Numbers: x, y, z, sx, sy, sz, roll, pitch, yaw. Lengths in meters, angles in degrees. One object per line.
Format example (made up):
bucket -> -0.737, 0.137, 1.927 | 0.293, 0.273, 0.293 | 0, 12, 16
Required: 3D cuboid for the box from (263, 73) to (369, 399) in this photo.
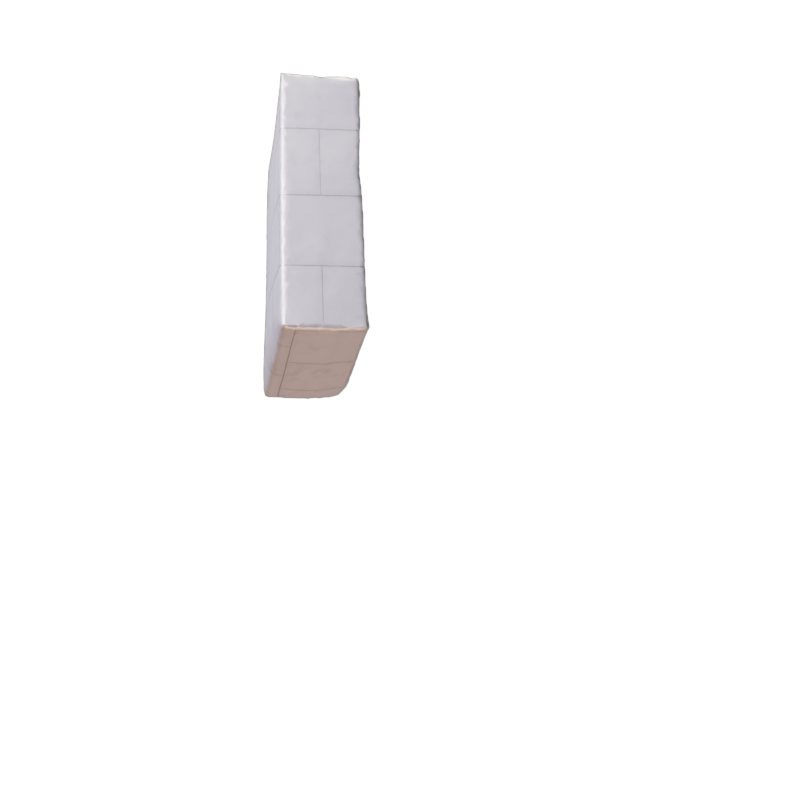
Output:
box -> -0.069, -0.127, 0.887 | 0.071, 0.226, 0.157 | 2, -23, -9
